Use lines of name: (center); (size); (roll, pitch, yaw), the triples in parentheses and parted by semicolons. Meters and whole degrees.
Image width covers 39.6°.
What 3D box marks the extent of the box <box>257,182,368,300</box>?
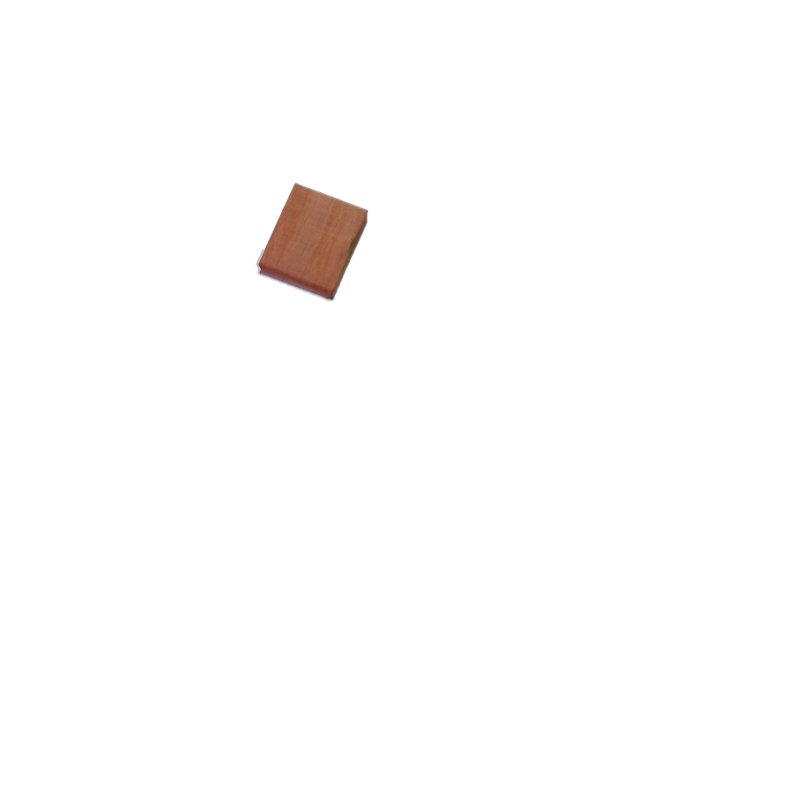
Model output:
box: (-0.078, -0.142, 0.999); (0.074, 0.092, 0.029); (20, -21, 8)
